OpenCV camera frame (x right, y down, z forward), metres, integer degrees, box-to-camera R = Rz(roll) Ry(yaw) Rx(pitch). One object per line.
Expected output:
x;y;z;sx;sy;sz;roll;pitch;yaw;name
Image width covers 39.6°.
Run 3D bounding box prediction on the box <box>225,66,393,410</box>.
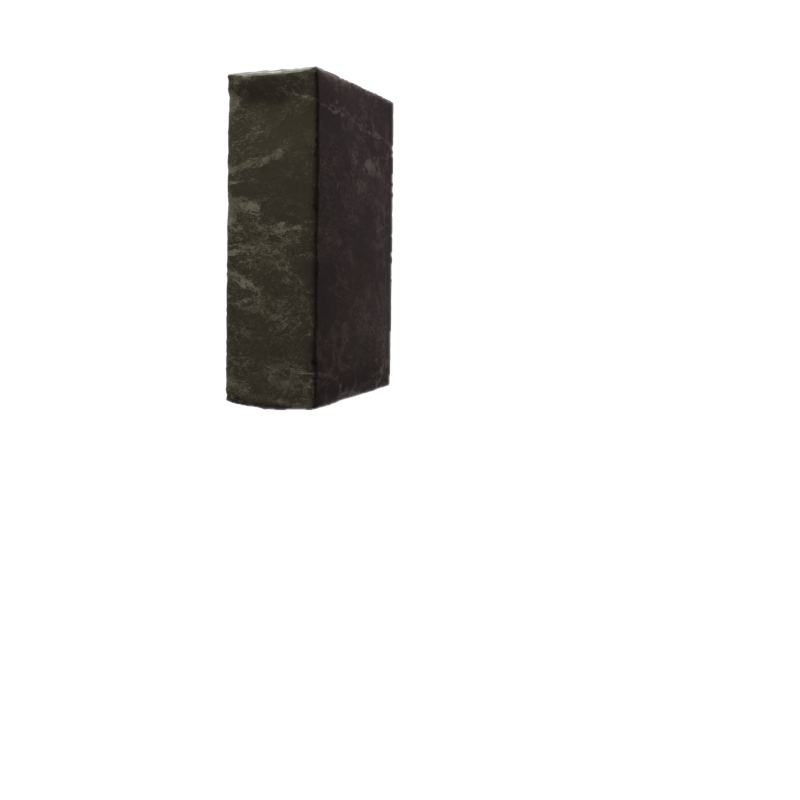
-0.060;-0.109;0.763;0.073;0.214;0.160;0;1;17;box
